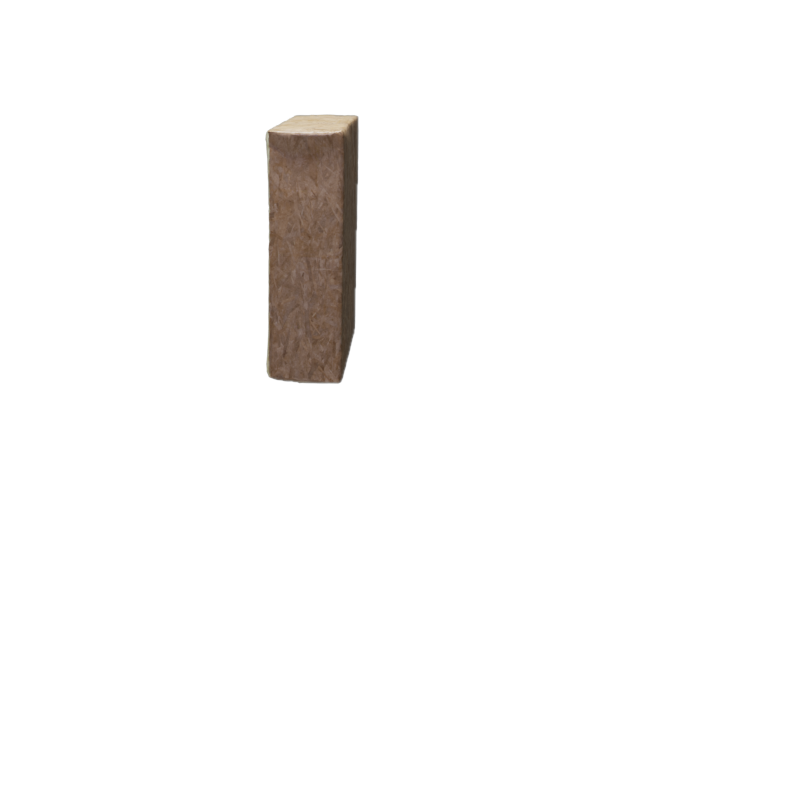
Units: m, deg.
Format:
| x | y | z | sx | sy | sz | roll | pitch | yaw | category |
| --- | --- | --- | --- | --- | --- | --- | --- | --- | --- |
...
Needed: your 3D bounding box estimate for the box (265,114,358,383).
| x | y | z | sx | sy | sz | roll | pitch | yaw | category |
| --- | --- | --- | --- | --- | --- | --- | --- | --- | --- |
| -0.077 | -0.140 | 0.982 | 0.072 | 0.208 | 0.168 | 1 | 14 | 2 | box |
